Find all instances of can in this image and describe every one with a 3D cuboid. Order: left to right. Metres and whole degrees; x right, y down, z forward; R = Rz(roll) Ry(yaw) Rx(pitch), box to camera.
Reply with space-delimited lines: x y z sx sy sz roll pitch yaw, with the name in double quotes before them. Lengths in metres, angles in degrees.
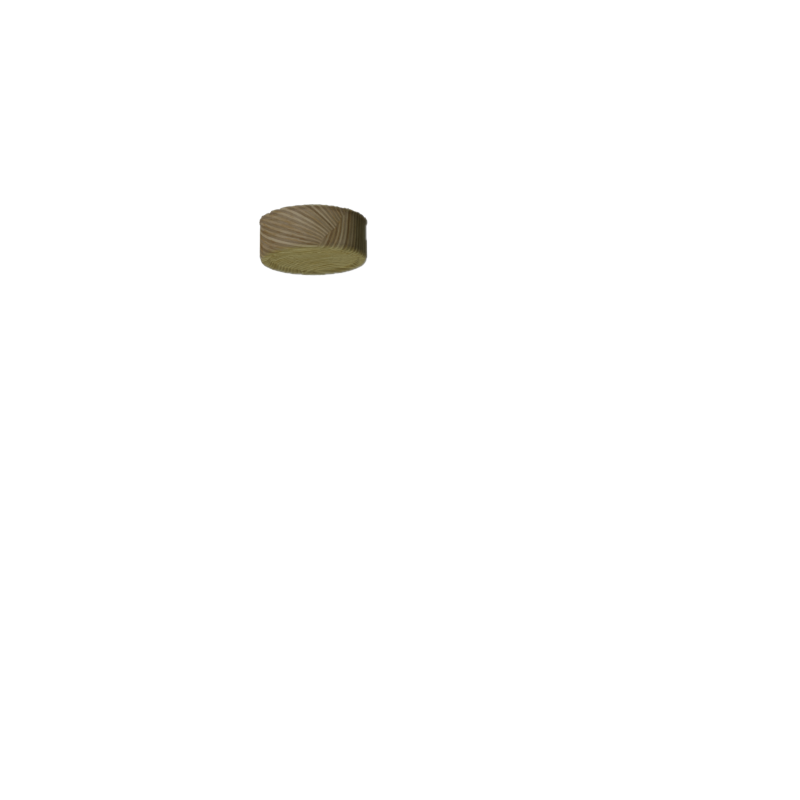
"can" -0.068 -0.125 0.874 0.086 0.035 0.083 0 -10 -2
